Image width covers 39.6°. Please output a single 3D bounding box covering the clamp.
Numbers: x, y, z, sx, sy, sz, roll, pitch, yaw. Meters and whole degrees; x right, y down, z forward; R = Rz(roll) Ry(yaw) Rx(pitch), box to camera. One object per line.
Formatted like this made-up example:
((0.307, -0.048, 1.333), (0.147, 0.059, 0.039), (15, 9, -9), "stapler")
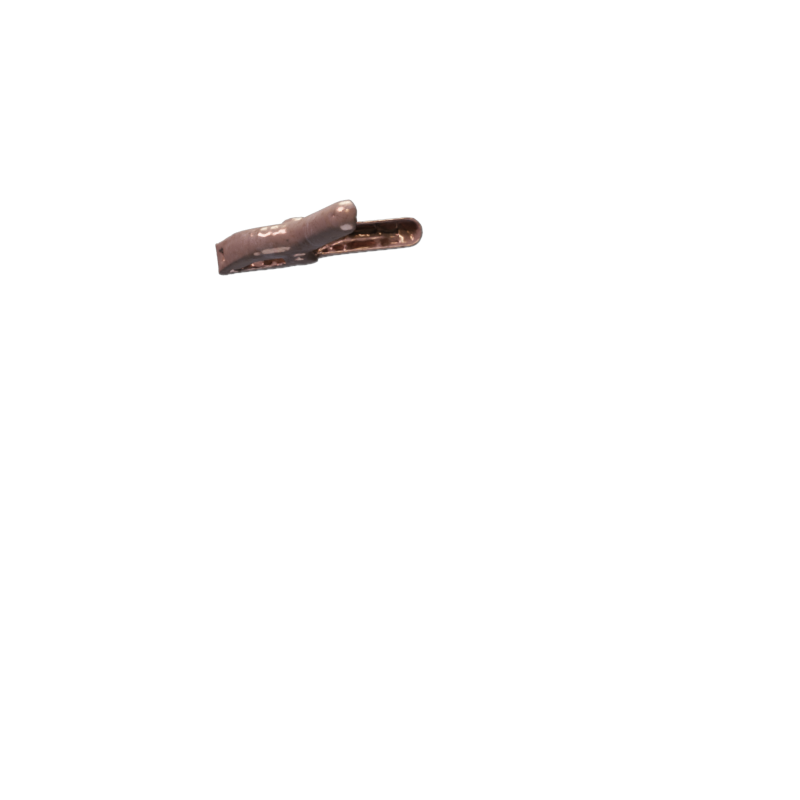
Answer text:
((-0.070, -0.128, 0.897), (0.176, 0.040, 0.114), (-5, -9, 38), "clamp")
